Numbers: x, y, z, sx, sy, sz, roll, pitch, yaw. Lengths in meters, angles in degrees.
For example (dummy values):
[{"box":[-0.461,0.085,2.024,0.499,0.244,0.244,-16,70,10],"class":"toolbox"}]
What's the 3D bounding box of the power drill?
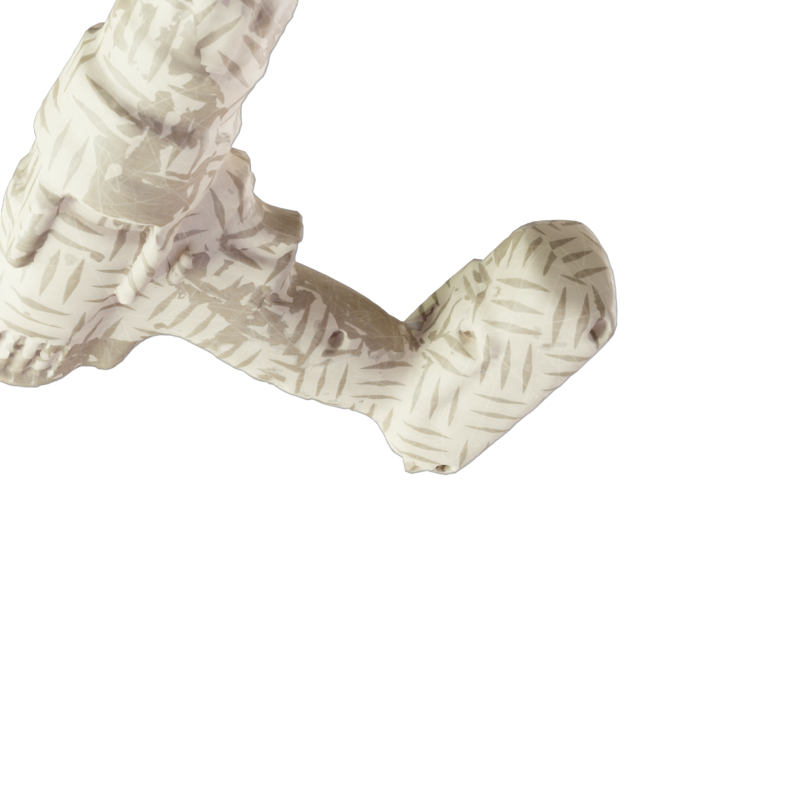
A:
[{"box":[-0.027,-0.050,0.350,0.179,0.062,0.180,21,-44,-24],"class":"power drill"}]
